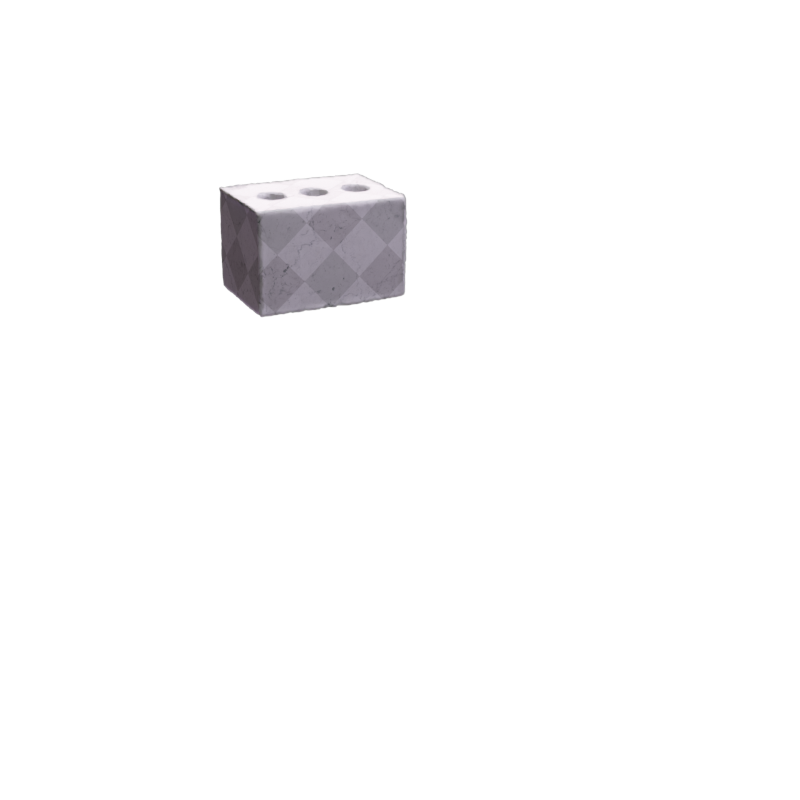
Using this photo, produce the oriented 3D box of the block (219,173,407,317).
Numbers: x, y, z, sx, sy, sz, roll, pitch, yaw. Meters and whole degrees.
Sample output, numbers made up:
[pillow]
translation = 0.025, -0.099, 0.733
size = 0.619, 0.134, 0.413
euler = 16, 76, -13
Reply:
[block]
translation = -0.042, -0.076, 0.534
size = 0.076, 0.049, 0.056
euler = -10, 23, -25
